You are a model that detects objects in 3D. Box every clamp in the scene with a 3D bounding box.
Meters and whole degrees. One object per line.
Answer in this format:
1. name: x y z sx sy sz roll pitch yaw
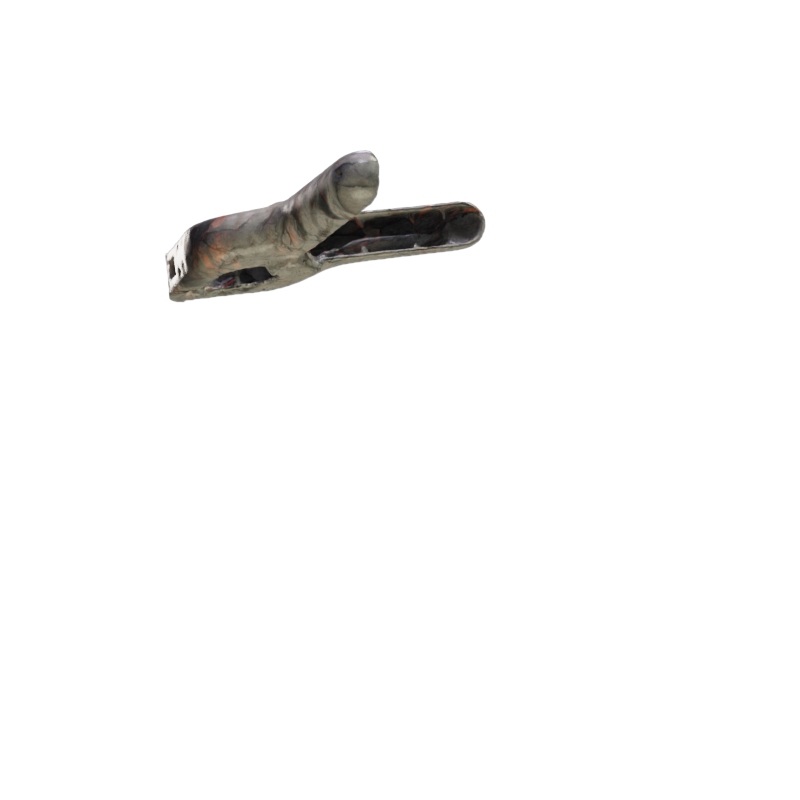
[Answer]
1. clamp: -0.045 -0.082 0.573 0.175 0.041 0.113 -11 -18 39
